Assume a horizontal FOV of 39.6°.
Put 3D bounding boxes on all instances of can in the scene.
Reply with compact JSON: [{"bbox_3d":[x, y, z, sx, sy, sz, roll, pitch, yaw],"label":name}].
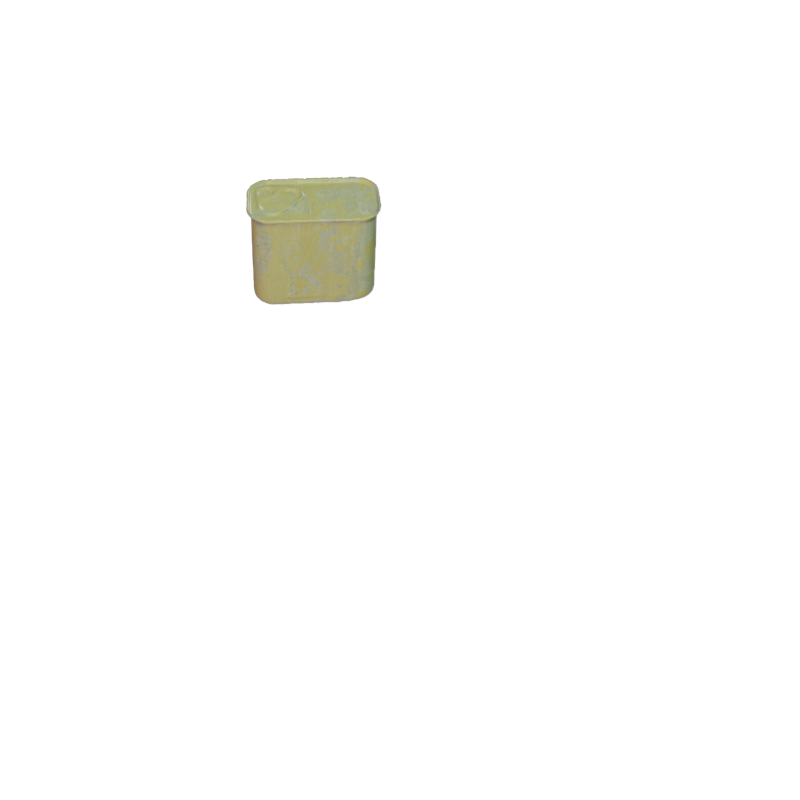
[{"bbox_3d":[-0.068,-0.124,0.867,0.101,0.078,0.062,-2,41,-4],"label":"can"}]
